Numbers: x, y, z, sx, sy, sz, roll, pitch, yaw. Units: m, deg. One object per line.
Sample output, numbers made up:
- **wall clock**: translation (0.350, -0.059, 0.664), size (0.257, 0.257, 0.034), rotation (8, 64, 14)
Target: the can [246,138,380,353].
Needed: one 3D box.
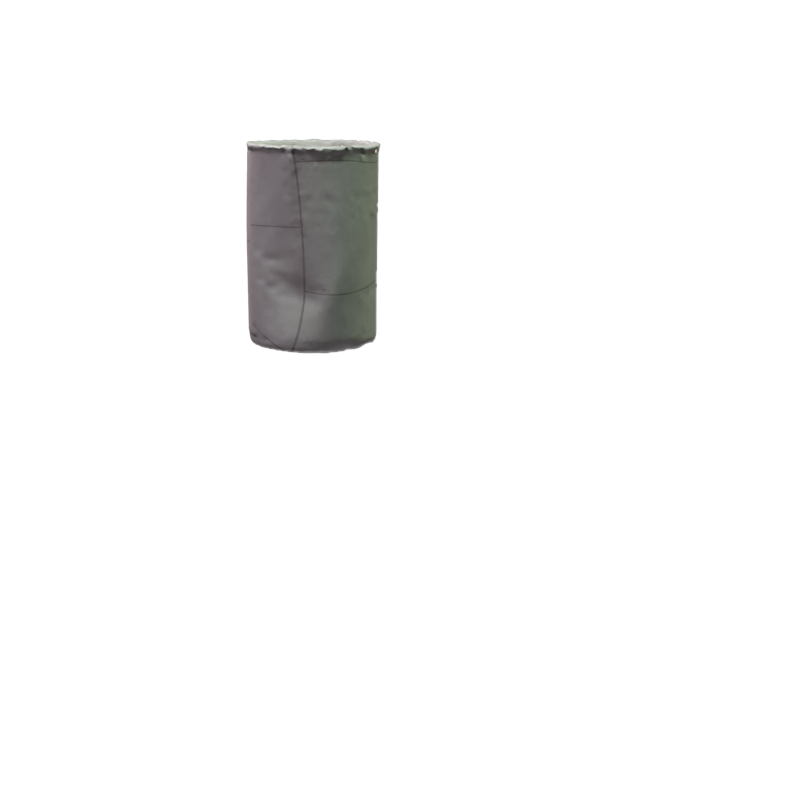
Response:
- **can**: translation (-0.044, -0.081, 0.568), size (0.068, 0.100, 0.070), rotation (0, 11, -2)
